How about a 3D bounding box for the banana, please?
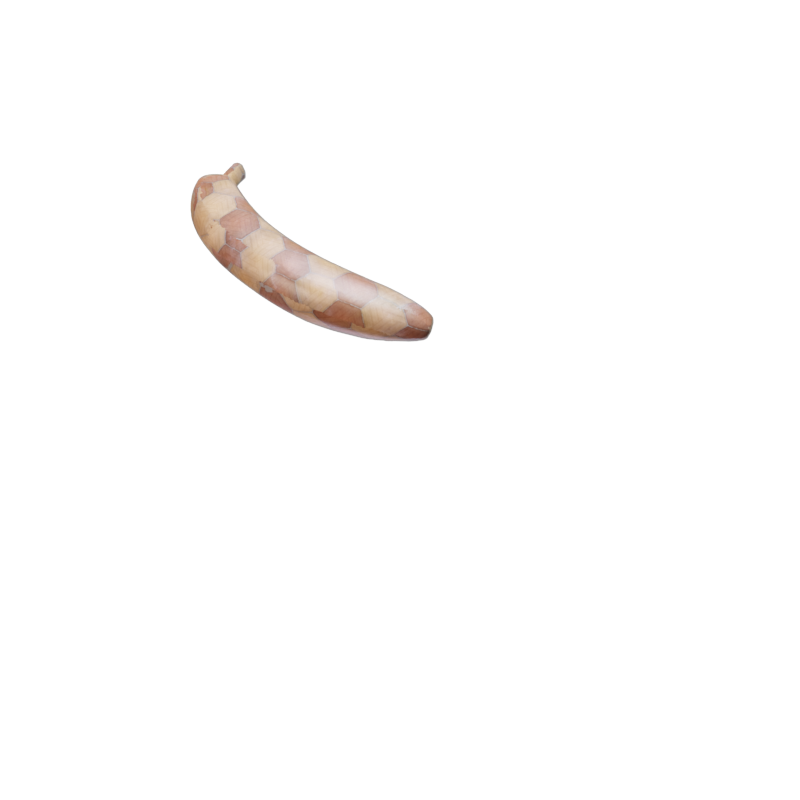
[{"bbox_3d":[-0.068,-0.087,0.648,0.069,0.034,0.213,-28,51,-26],"label":"banana"}]
